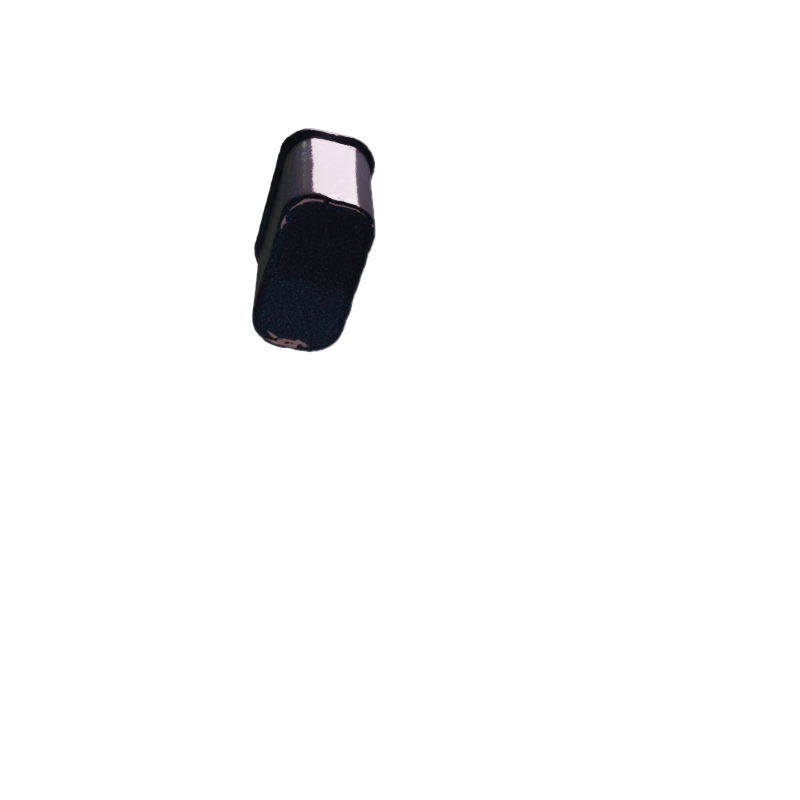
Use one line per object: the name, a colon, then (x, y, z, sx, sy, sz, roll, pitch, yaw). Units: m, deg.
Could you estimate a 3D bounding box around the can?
can: (-0.049, -0.090, 0.628, 0.056, 0.097, 0.089, 13, 31, -11)
